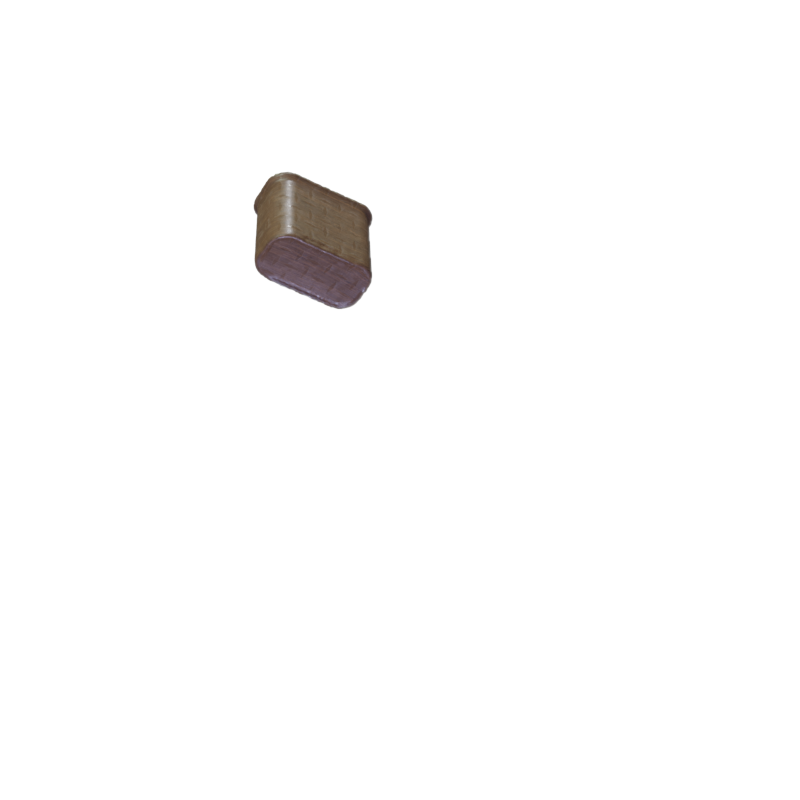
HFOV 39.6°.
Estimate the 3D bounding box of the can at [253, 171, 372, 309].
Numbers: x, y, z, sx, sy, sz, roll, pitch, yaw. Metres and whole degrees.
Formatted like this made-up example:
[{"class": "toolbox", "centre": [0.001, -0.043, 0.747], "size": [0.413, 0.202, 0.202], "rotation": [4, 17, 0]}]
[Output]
[{"class": "can", "centre": [-0.073, -0.133, 0.932], "size": [0.098, 0.090, 0.056], "rotation": [22, -52, -21]}]
